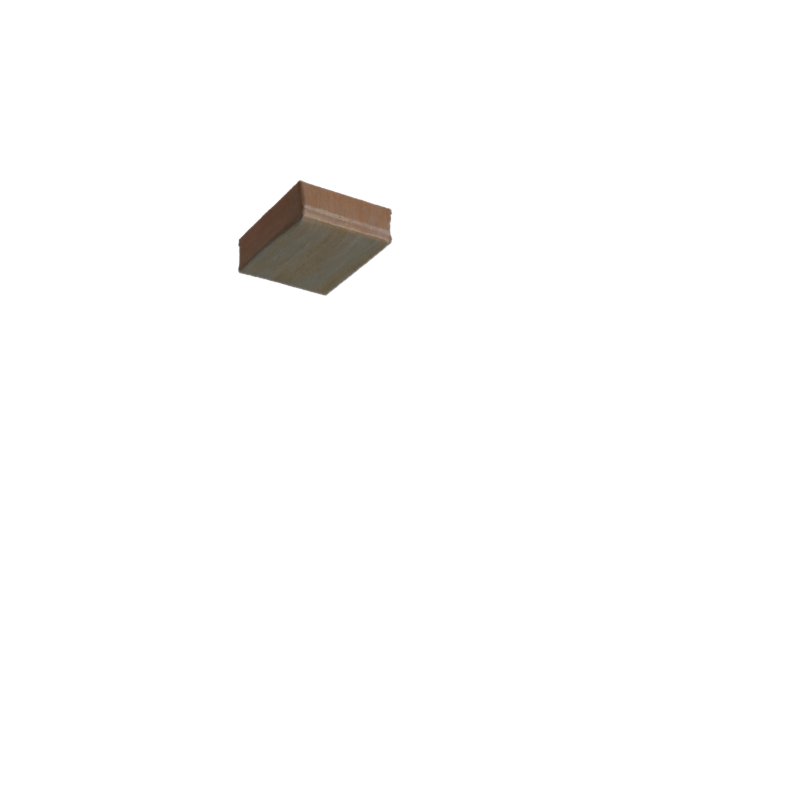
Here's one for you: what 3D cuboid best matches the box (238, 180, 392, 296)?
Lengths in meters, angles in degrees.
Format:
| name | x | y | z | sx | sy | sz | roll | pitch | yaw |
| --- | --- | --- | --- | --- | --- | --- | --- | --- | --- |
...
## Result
| name | x | y | z | sx | sy | sz | roll | pitch | yaw |
| --- | --- | --- | --- | --- | --- | --- | --- | --- | --- |
| box | -0.074 | -0.134 | 0.938 | 0.086 | 0.041 | 0.113 | 14 | -26 | -30 |
